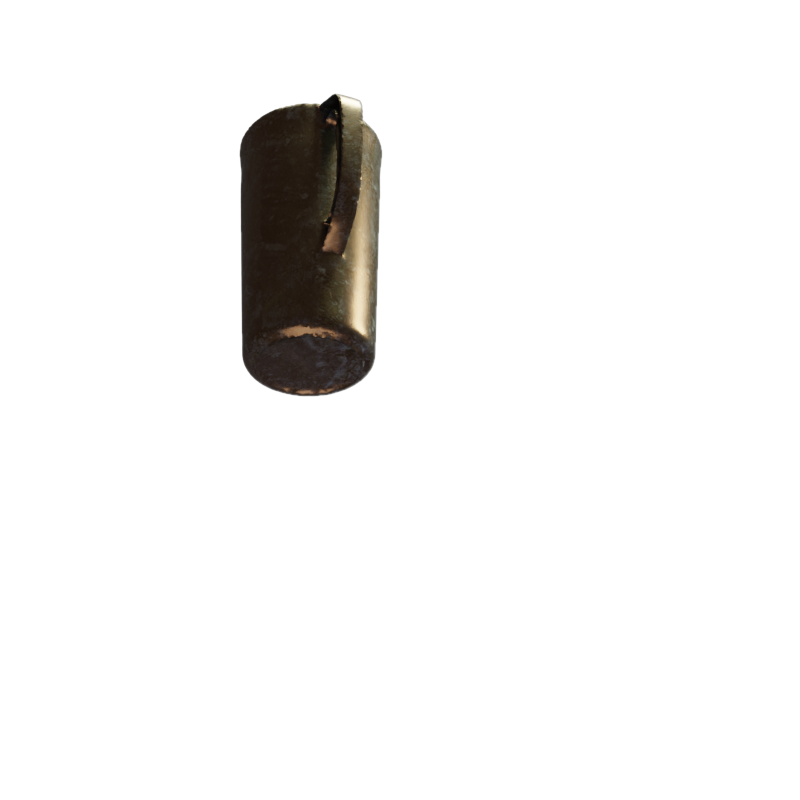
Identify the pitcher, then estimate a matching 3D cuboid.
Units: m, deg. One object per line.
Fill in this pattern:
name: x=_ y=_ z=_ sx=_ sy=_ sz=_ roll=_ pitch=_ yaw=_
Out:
pitcher: x=-0.075 y=-0.136 z=0.955 sx=0.146 sy=0.260 sz=0.137 roll=-15 pitch=-38 yaw=17
